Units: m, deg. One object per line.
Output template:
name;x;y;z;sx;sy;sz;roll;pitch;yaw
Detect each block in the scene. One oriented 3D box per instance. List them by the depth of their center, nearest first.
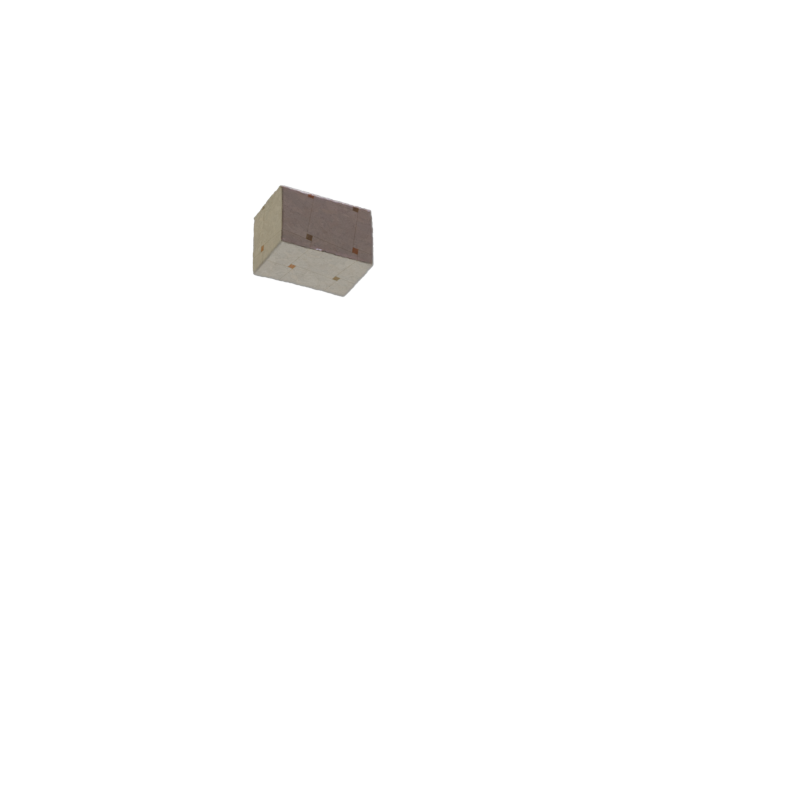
block;-0.065;-0.118;0.829;0.075;0.055;0.051;14;-33;-24
